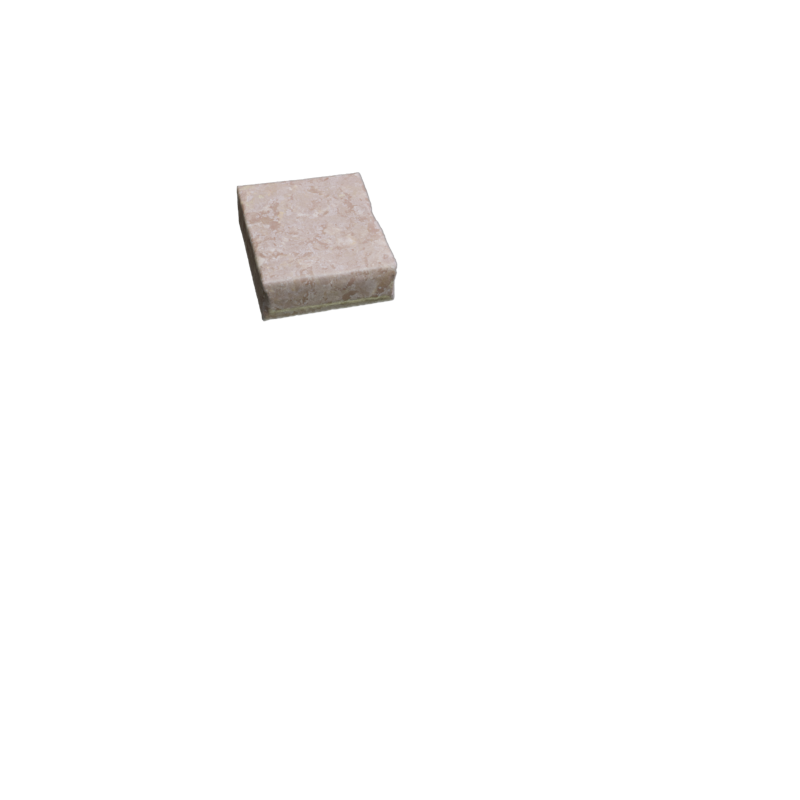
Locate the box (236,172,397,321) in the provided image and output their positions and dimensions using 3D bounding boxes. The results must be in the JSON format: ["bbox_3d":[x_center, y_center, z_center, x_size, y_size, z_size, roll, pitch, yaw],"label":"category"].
[{"bbox_3d":[-0.048,-0.087,0.612,0.072,0.028,0.097,-9,44,-10],"label":"box"}]
